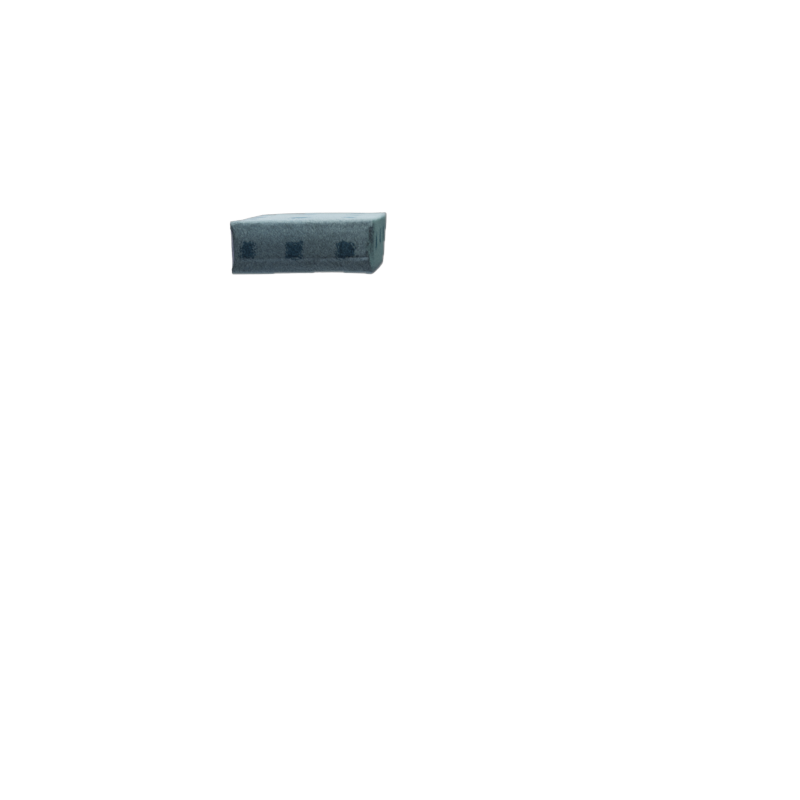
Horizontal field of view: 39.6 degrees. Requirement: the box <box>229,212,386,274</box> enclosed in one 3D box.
[{"bbox_3d":[-0.057,-0.104,0.729,0.091,0.038,0.114,1,9,5],"label":"box"}]
